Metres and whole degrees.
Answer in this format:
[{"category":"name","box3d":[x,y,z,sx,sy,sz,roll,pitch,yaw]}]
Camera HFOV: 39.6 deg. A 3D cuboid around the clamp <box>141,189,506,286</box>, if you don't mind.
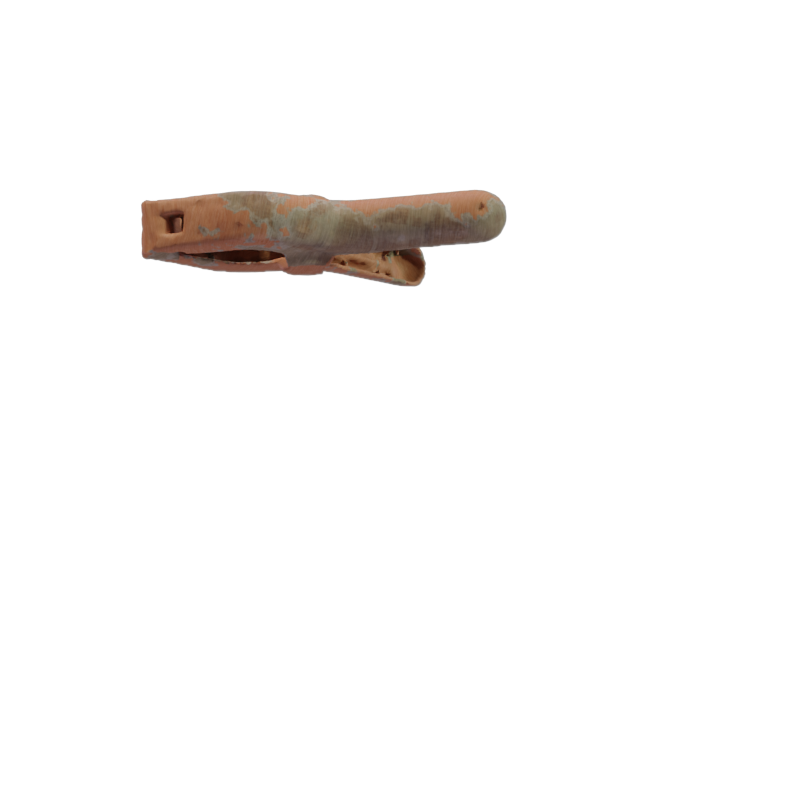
[{"category":"clamp","box3d":[-0.044,-0.080,0.561,0.170,0.041,0.116,2,-14,-8]}]
